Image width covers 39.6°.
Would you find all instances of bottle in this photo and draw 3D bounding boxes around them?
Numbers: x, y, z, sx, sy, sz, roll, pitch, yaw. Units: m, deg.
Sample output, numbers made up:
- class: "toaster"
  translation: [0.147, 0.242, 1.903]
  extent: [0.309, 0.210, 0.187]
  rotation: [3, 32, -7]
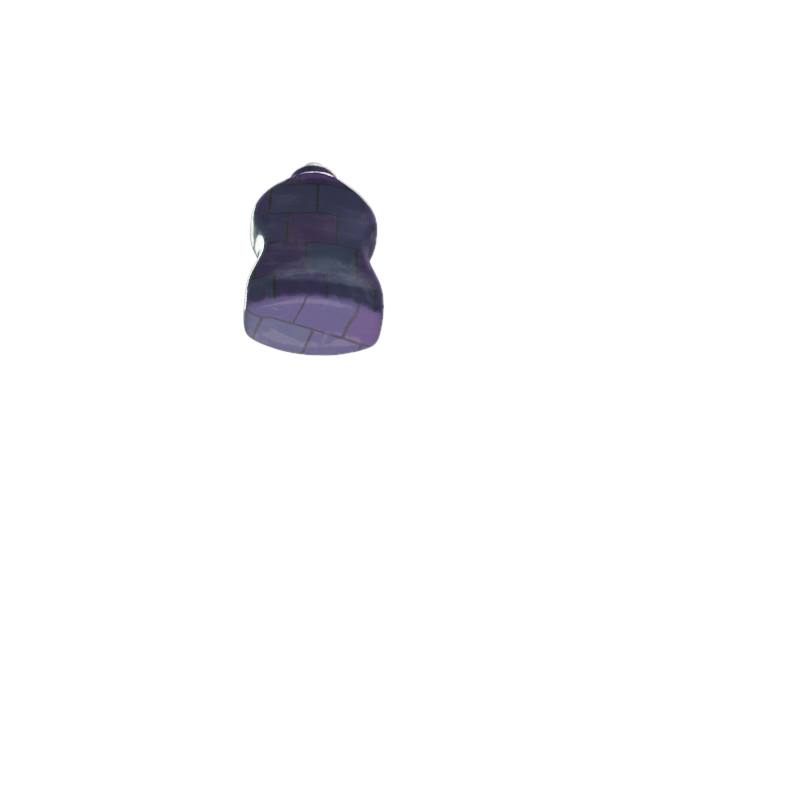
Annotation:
- class: "bottle"
  translation: [-0.065, -0.118, 0.827]
  extent: [0.095, 0.055, 0.206]
  rotation: [1, 43, -5]
